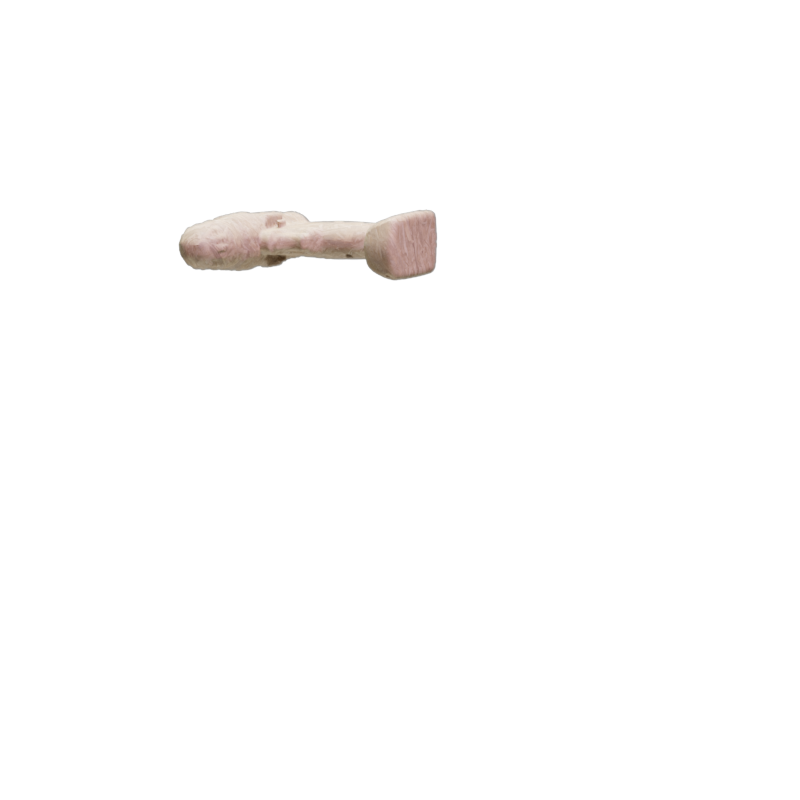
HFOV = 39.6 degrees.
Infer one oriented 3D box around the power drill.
[{"bbox_3d":[-0.075,-0.138,0.963,0.195,0.056,0.182,7,16,26],"label":"power drill"}]
